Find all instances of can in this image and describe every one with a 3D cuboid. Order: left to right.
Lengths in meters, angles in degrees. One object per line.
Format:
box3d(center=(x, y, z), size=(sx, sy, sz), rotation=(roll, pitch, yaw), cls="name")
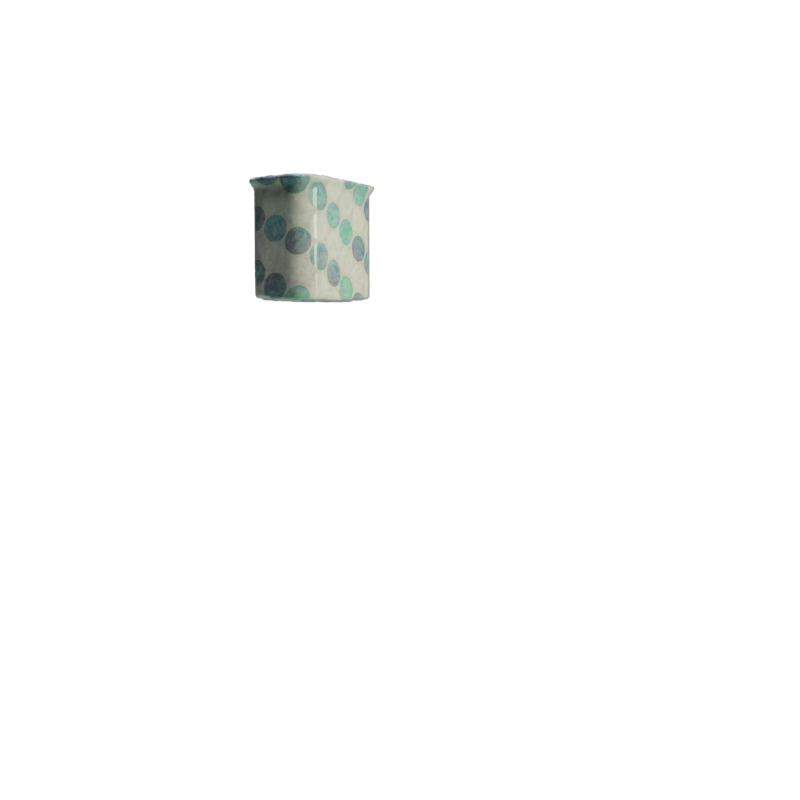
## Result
box3d(center=(-0.061, -0.111, 0.780), size=(0.059, 0.084, 0.098), rotation=(-1, 0, 29), cls="can")
